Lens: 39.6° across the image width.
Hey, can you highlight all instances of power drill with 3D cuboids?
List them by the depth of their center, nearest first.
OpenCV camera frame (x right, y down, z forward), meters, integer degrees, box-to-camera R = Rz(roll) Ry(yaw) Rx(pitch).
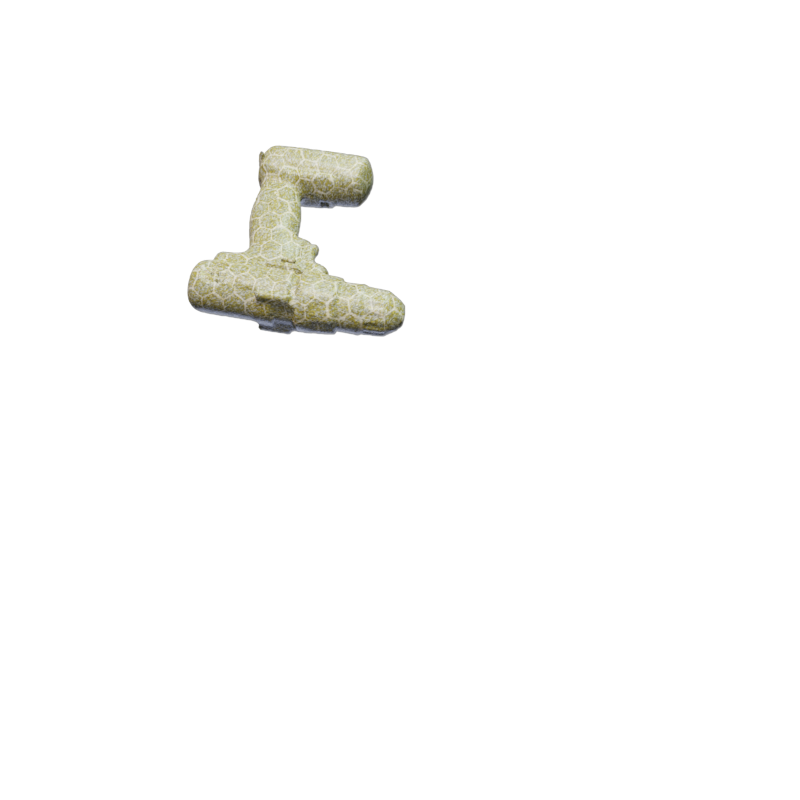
[{"bbox_3d":[-0.076,-0.139,0.971,0.187,0.199,0.053,9,-40,7],"label":"power drill"}]
